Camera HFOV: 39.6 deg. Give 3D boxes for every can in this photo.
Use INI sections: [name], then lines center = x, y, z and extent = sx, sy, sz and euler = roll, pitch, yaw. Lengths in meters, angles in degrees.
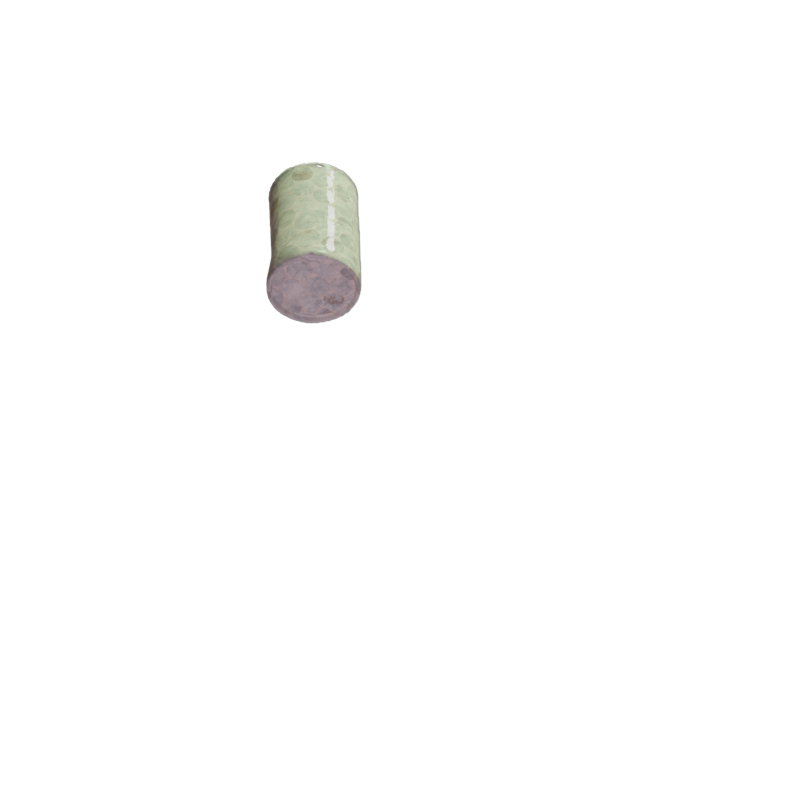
[can]
center = -0.063, -0.114, 0.799
extent = 0.068, 0.110, 0.064
euler = -1, -45, -3
